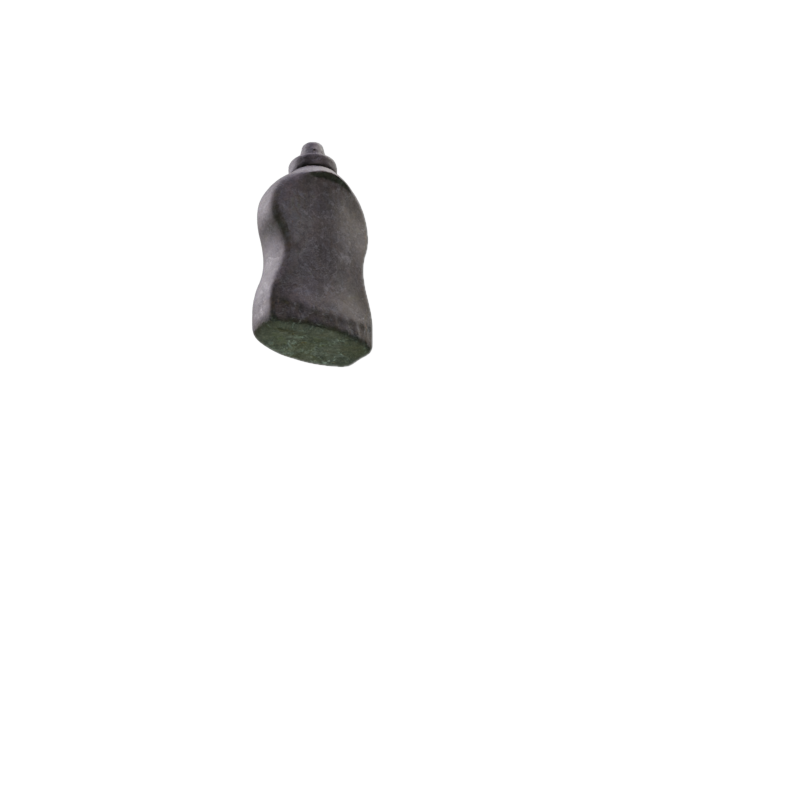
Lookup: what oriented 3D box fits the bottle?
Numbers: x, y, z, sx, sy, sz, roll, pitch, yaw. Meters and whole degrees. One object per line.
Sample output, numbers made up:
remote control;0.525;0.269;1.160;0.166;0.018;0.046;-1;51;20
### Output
bottle;-0.070;-0.127;0.892;0.091;0.204;0.057;16;-35;-29
